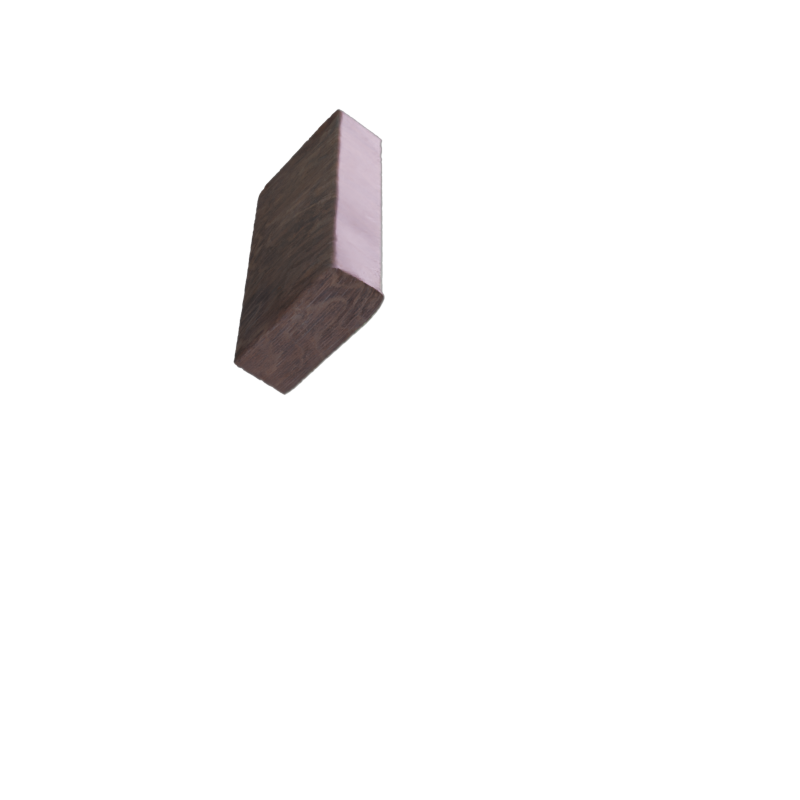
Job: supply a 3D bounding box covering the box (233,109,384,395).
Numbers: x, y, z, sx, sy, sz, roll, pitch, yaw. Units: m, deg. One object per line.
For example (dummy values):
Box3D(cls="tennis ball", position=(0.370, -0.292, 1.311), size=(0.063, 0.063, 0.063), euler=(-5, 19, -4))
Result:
Box3D(cls="box", position=(-0.054, -0.098, 0.685), size=(0.045, 0.189, 0.092), euler=(32, -58, -28))
